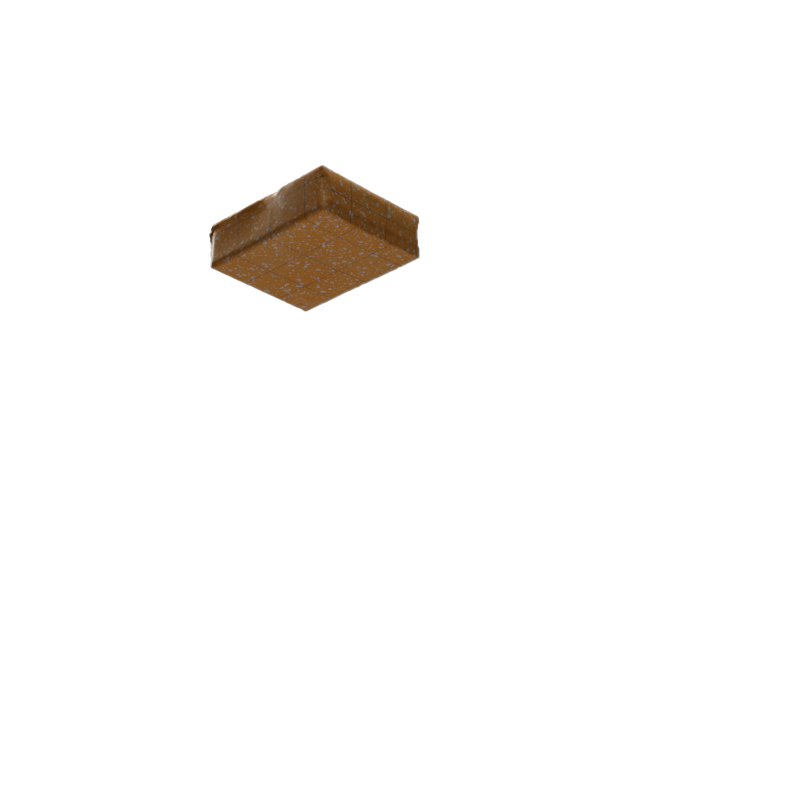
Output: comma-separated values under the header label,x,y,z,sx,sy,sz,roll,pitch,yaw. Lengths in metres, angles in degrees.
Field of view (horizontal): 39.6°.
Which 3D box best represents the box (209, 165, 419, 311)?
label,x,y,z,sx,sy,sz,roll,pitch,yaw
box,-0.046,-0.084,0.589,0.090,0.032,0.068,-21,-31,39
